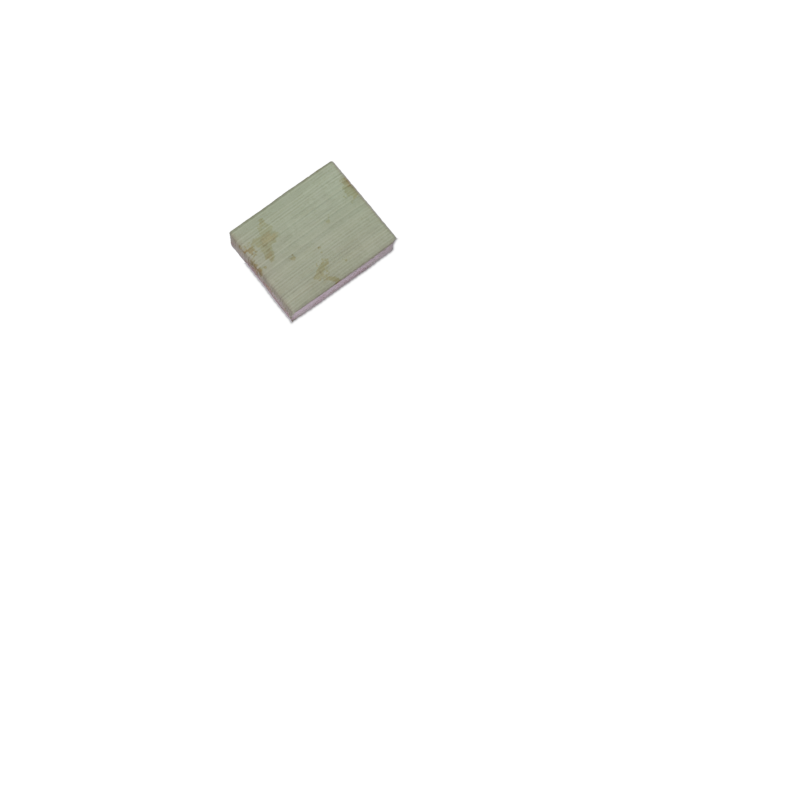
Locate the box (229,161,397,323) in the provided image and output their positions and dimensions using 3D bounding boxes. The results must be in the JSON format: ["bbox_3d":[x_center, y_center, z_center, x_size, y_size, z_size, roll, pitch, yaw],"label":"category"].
[{"bbox_3d":[-0.074,-0.134,0.938,0.114,0.093,0.037,-37,-13,-11],"label":"box"}]
